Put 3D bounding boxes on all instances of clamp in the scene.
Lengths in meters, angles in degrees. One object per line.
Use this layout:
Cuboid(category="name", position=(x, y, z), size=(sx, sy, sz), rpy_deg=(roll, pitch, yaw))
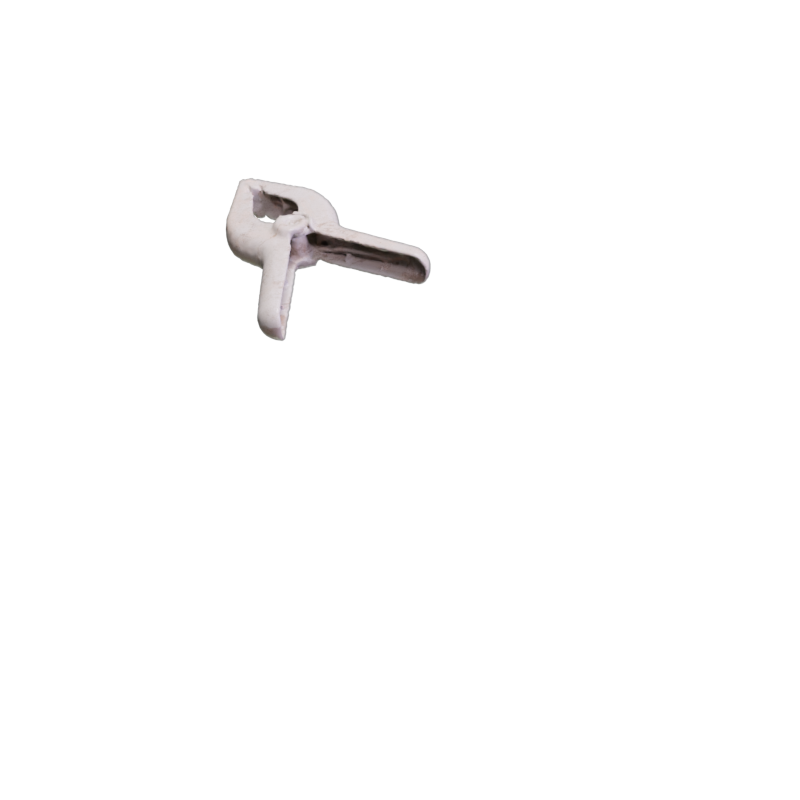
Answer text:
Cuboid(category="clamp", position=(-0.059, -0.108, 0.758), size=(0.118, 0.037, 0.186), rpy_deg=(-13, 41, -16))
